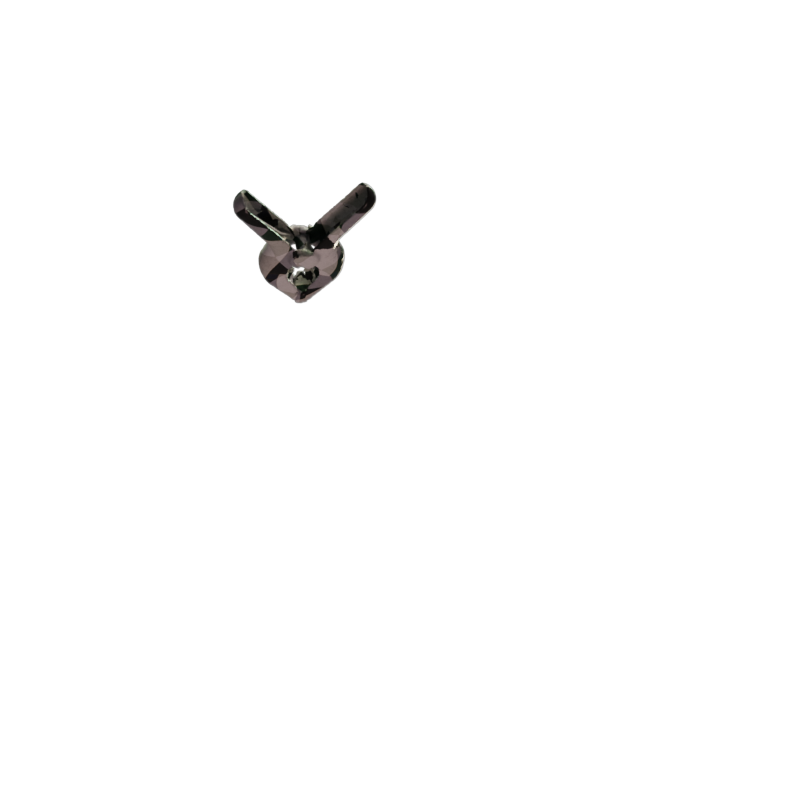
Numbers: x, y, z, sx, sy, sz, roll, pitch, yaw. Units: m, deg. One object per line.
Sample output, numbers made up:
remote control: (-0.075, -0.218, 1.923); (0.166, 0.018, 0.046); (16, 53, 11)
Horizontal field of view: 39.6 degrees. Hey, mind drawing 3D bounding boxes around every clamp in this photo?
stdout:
clamp: (-0.078, -0.142, 0.994); (0.121, 0.041, 0.161); (-2, -23, 3)
